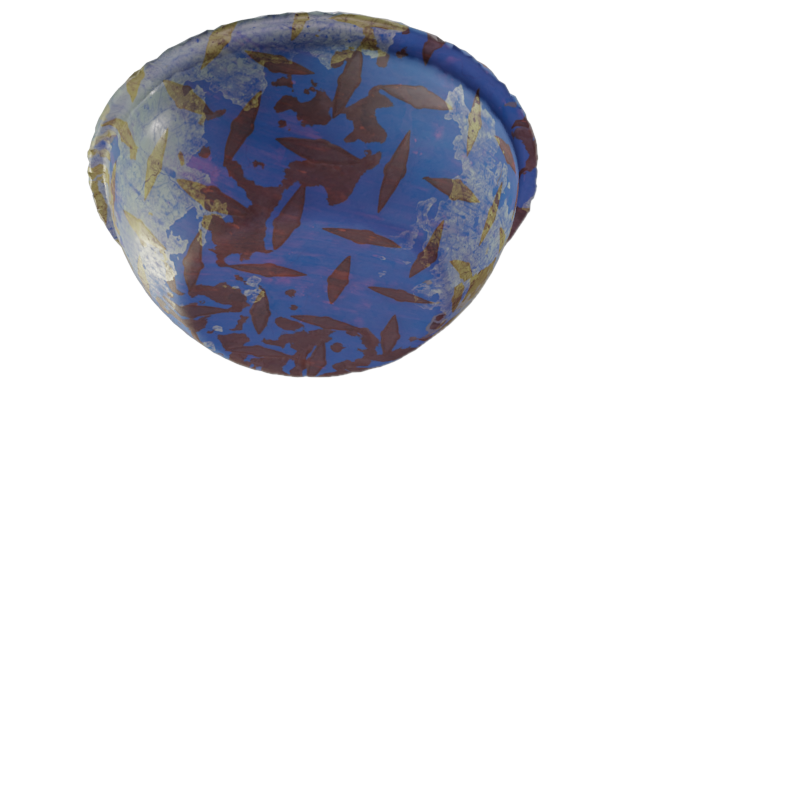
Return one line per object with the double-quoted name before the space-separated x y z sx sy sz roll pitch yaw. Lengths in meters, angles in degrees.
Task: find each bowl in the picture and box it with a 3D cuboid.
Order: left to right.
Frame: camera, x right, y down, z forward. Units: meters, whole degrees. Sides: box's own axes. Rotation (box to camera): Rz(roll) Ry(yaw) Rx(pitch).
"bowl" -0.030 -0.055 0.386 0.162 0.059 0.151 1 -35 -2
